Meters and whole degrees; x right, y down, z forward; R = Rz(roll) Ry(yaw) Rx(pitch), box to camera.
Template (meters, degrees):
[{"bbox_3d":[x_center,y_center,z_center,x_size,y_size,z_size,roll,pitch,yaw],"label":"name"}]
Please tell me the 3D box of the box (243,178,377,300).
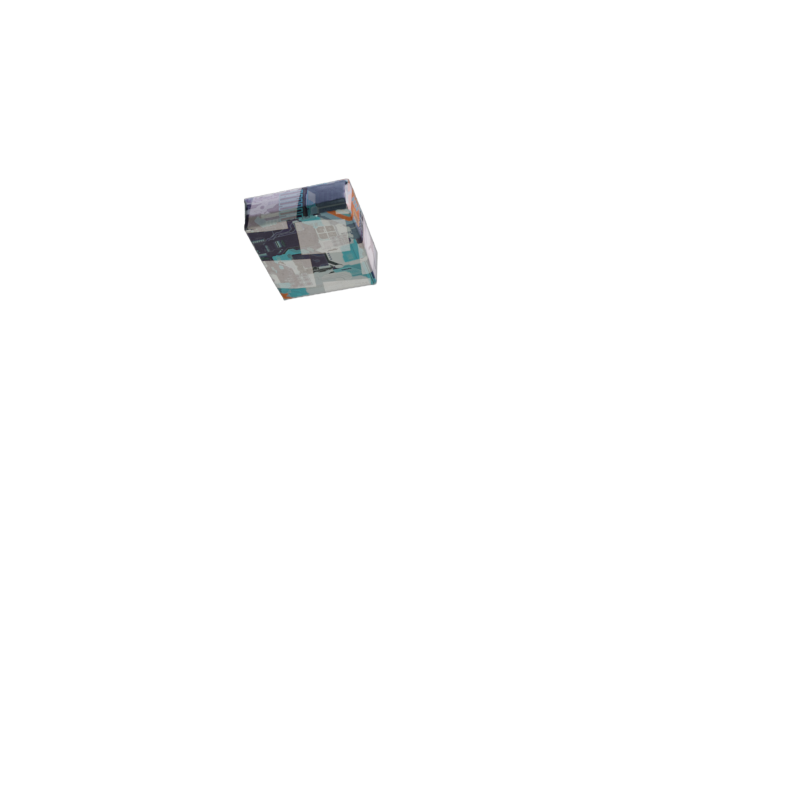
[{"bbox_3d":[-0.073,-0.134,0.935,0.091,0.042,0.105,-8,-34,11],"label":"box"}]
